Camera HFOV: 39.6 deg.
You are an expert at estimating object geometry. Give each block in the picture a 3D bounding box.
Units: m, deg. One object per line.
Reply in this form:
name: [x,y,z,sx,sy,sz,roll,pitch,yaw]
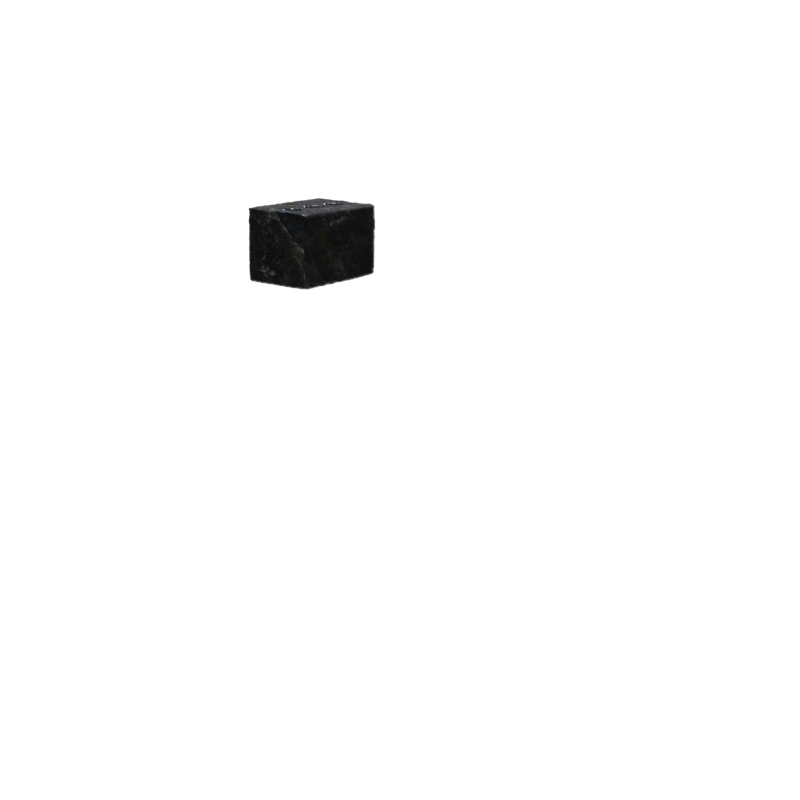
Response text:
block: [-0.060,-0.110,0.768,0.055,0.050,0.076,10,17,36]
